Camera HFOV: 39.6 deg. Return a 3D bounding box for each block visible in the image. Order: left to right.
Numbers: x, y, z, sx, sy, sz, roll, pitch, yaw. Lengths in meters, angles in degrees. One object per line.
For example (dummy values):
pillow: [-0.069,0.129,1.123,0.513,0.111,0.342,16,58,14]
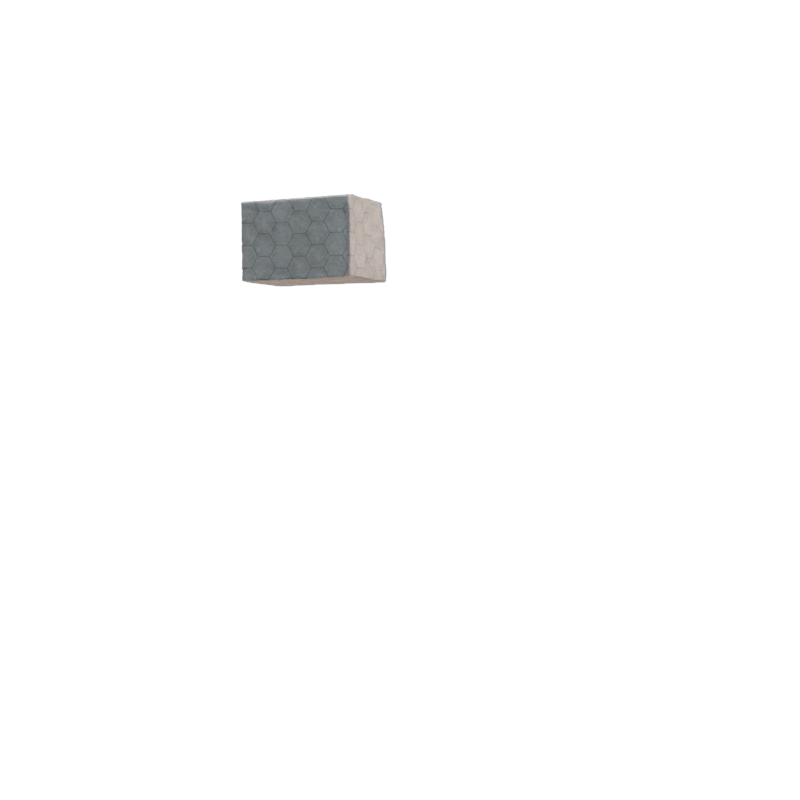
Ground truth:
block: [-0.054,-0.099,0.694,0.080,0.052,0.051,0,-2,25]
